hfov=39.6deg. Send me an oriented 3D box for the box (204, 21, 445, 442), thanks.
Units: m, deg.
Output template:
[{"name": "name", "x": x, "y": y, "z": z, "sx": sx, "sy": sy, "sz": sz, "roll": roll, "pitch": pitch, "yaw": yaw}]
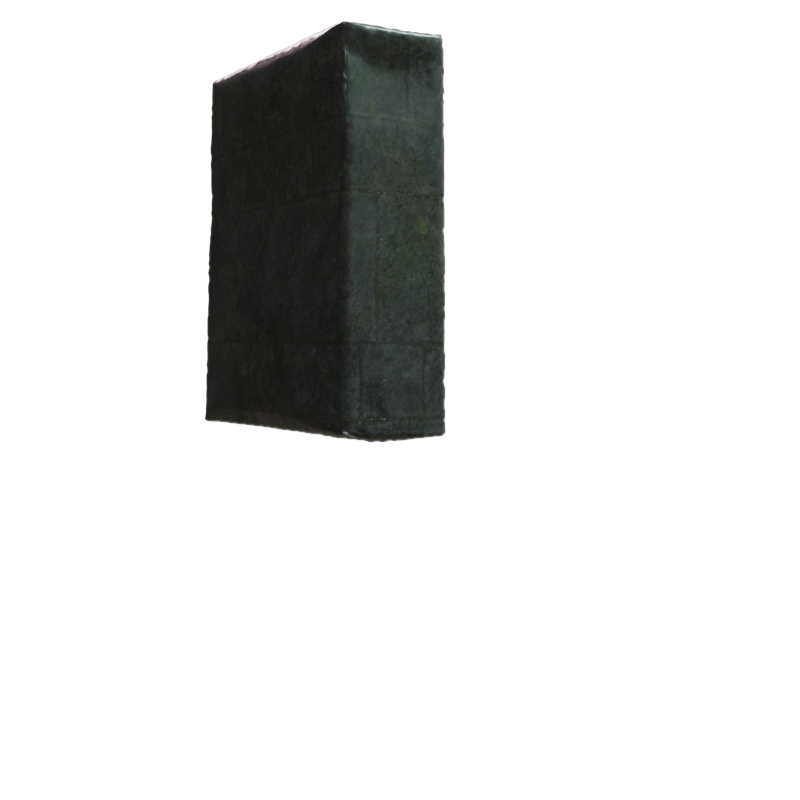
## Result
[{"name": "box", "x": -0.049, "y": -0.090, "z": 0.631, "sx": 0.069, "sy": 0.216, "sz": 0.169, "roll": 2, "pitch": -3, "yaw": -33}]
